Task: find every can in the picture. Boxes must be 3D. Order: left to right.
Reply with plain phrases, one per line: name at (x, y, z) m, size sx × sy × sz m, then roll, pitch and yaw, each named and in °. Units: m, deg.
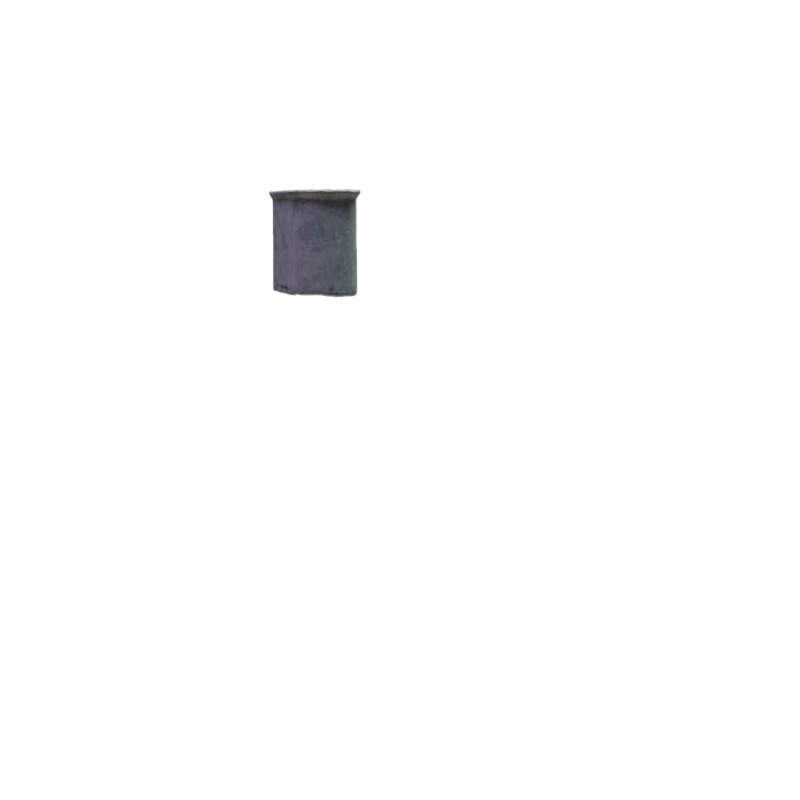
can at (-0.070, -0.128, 0.899) m, size 0.056 × 0.083 × 0.105 m, roll -1°, pitch 6°, yaw -20°
